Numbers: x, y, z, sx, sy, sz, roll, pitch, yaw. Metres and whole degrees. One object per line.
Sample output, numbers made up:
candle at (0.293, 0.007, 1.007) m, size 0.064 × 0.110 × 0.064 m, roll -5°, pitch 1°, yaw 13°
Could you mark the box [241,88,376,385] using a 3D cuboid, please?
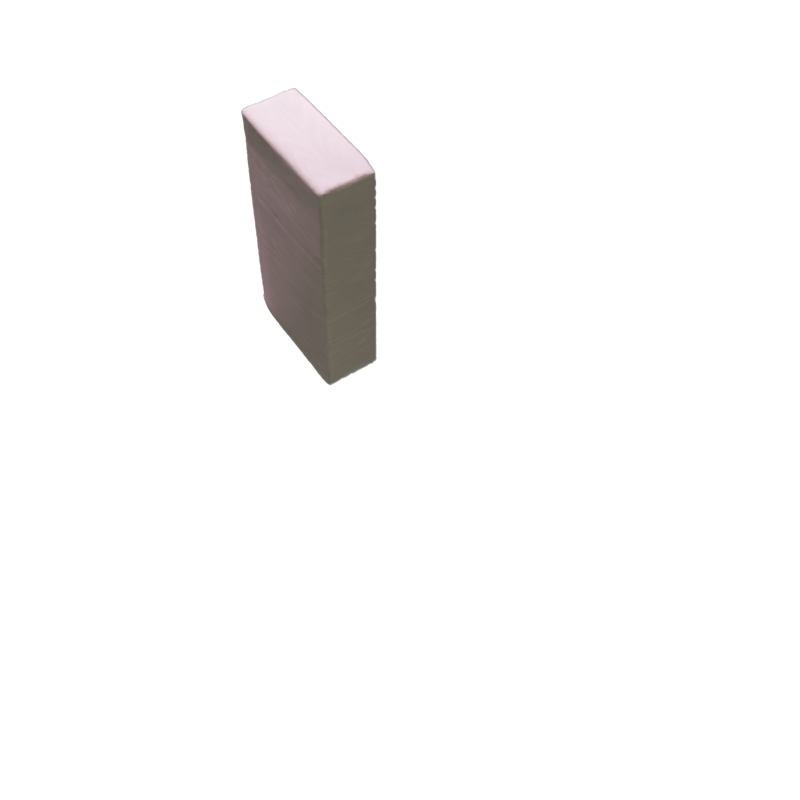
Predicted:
box at (-0.055, -0.100, 0.702) m, size 0.048 × 0.100 × 0.164 m, roll -24°, pitch -35°, yaw -22°
